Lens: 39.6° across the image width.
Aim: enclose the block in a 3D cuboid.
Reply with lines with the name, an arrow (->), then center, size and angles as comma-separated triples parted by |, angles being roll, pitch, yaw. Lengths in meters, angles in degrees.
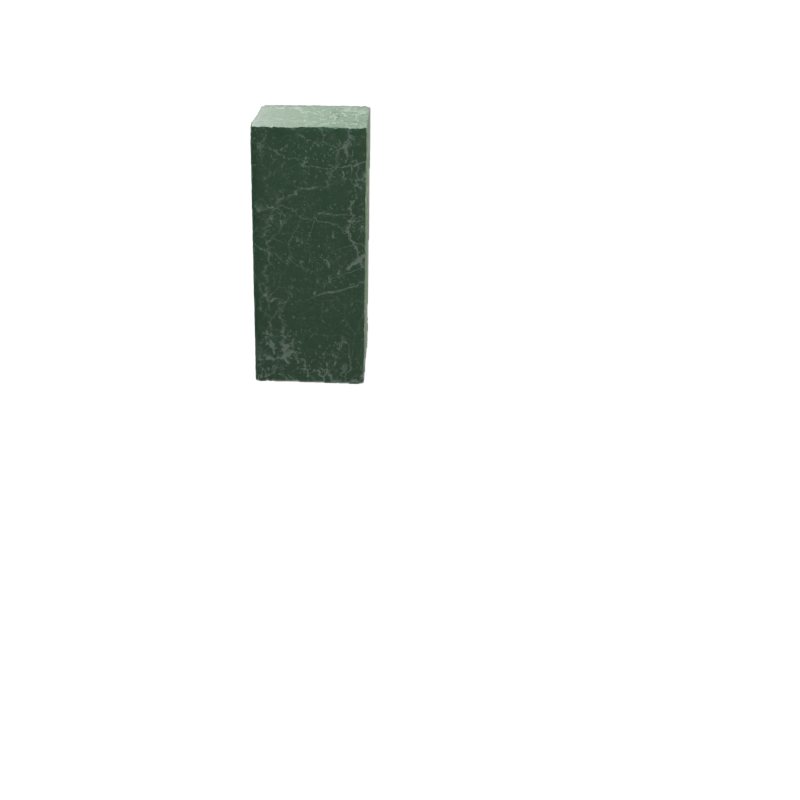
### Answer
block -> -0.070, -0.127, 0.890 | 0.090, 0.197, 0.094 | 2, 20, 1
